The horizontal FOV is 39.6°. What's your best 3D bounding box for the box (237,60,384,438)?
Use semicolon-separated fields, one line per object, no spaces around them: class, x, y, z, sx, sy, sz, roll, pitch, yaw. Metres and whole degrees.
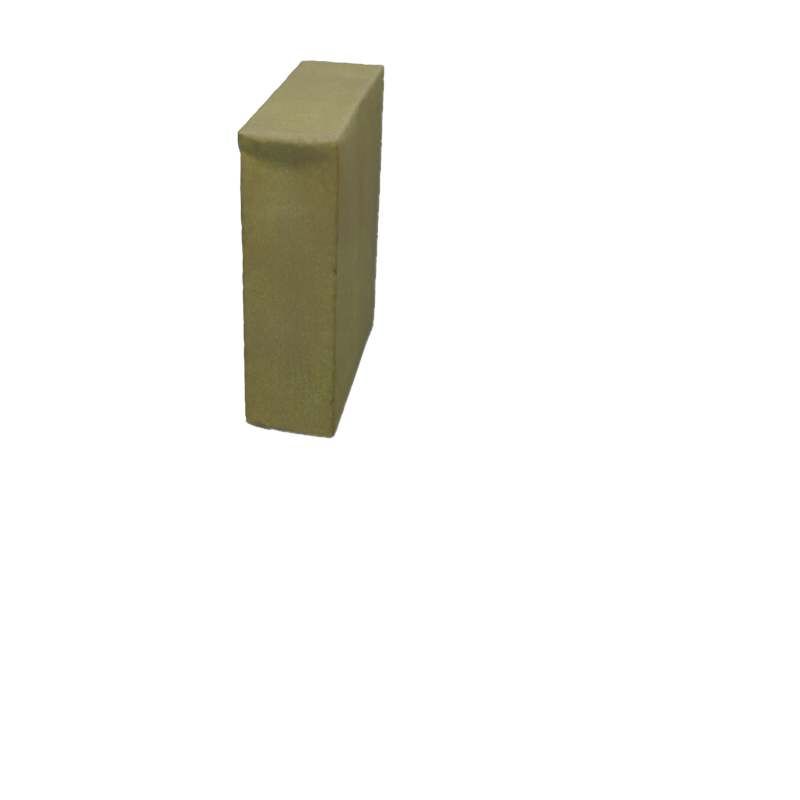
box;-0.060;-0.110;0.768;0.073;0.202;0.171;6;29;7
